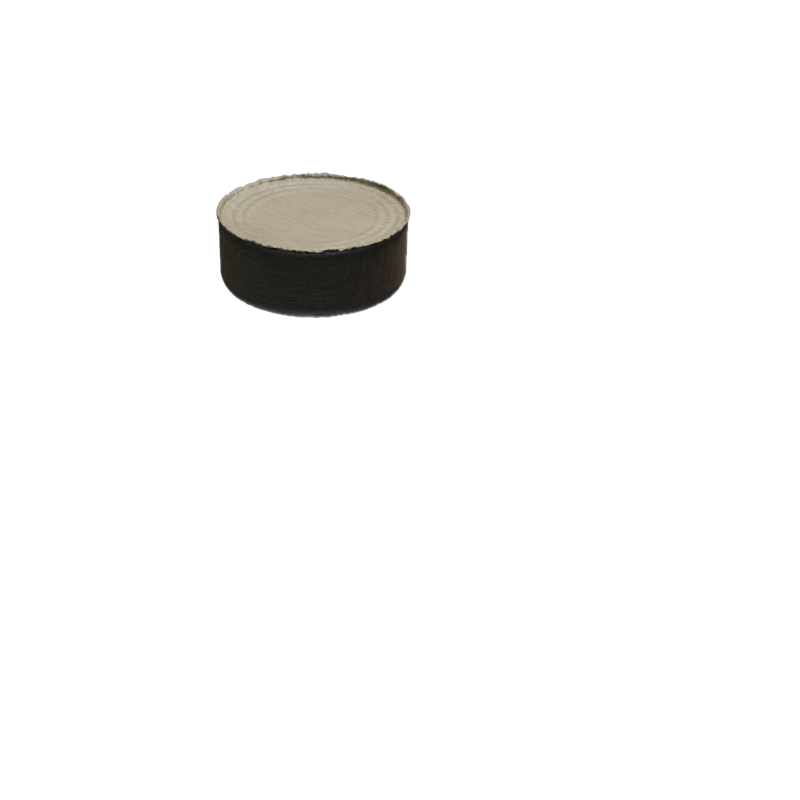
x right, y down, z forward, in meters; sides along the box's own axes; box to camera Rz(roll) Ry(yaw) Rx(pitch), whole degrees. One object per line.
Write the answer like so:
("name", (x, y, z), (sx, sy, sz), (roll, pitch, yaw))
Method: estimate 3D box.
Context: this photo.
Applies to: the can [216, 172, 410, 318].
("can", (-0.039, -0.071, 0.498), (0.086, 0.032, 0.091), (-1, 31, -2))
